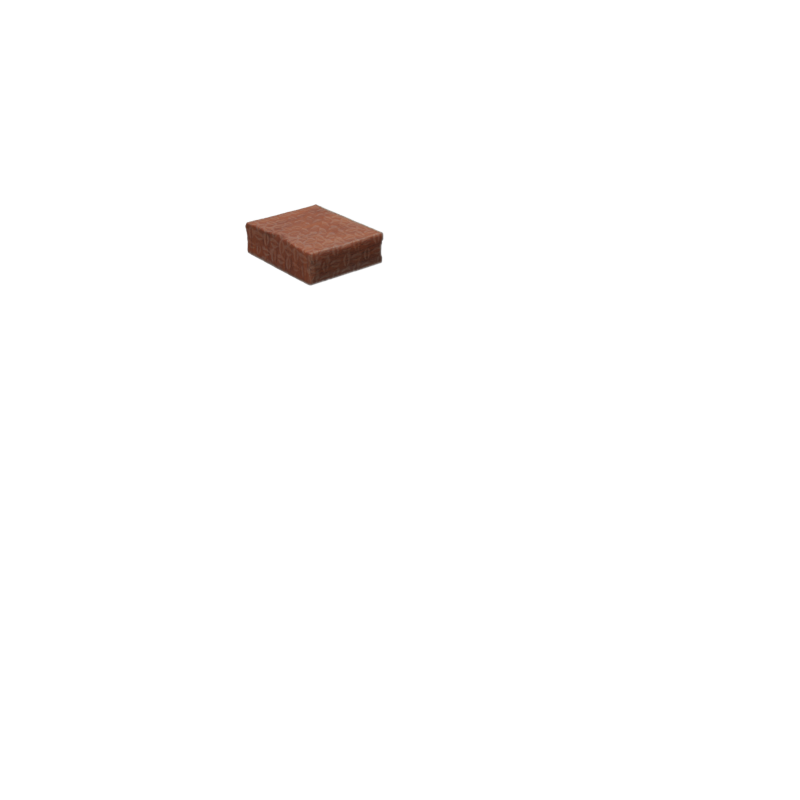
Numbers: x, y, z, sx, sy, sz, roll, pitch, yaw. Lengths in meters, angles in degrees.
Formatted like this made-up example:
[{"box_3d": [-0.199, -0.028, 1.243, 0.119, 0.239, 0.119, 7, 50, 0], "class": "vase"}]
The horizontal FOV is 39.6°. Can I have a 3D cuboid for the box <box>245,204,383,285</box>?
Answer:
[{"box_3d": [-0.069, -0.126, 0.884, 0.072, 0.029, 0.095, -20, 34, -34], "class": "box"}]
